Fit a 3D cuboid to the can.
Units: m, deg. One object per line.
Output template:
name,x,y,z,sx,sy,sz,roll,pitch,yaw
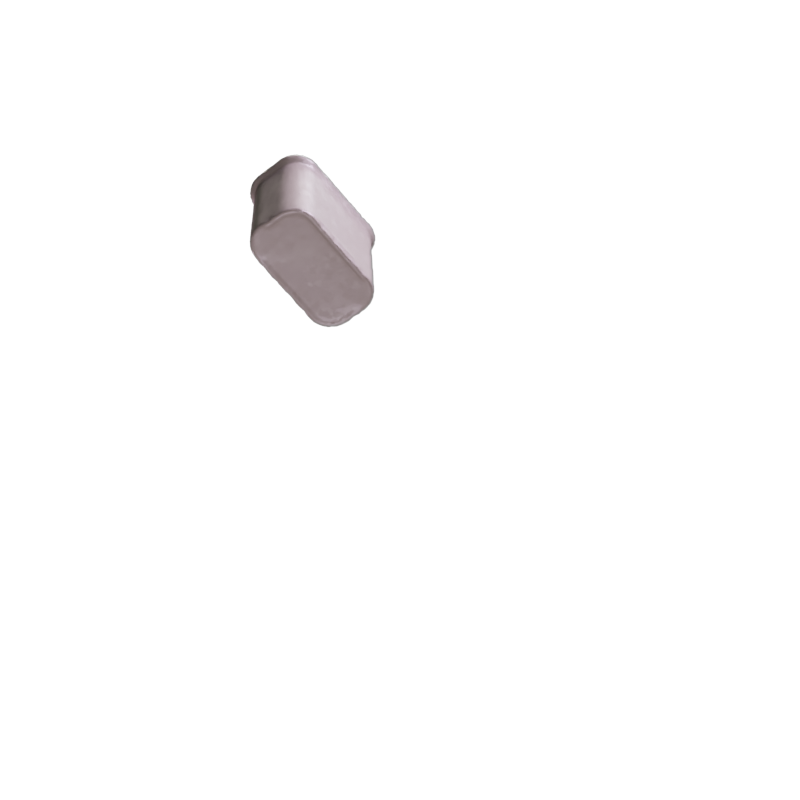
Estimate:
can,-0.062,-0.113,0.792,0.057,0.096,0.089,-34,27,18
